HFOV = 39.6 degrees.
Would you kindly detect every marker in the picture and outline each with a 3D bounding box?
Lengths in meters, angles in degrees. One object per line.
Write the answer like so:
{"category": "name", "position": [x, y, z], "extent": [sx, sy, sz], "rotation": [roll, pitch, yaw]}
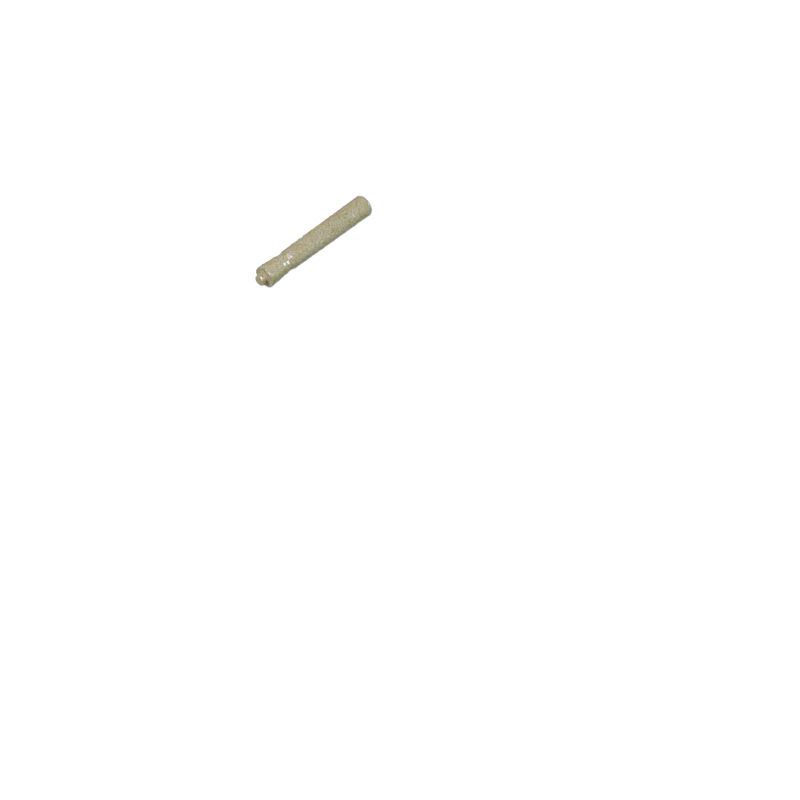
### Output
{"category": "marker", "position": [-0.069, -0.126, 0.885], "extent": [0.122, 0.019, 0.021], "rotation": [-41, 27, -31]}
